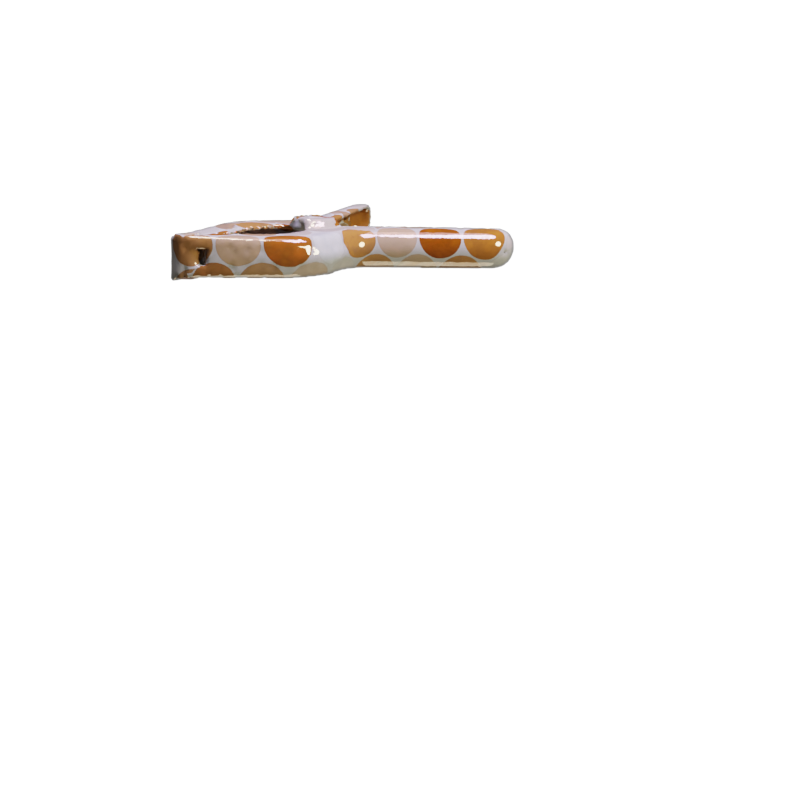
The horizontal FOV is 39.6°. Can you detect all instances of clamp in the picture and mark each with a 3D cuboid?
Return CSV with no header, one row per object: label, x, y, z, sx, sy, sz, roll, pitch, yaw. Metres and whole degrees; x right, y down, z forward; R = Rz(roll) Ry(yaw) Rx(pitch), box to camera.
clamp,-0.057,-0.103,0.724,0.205,0.035,0.174,-9,18,-28
